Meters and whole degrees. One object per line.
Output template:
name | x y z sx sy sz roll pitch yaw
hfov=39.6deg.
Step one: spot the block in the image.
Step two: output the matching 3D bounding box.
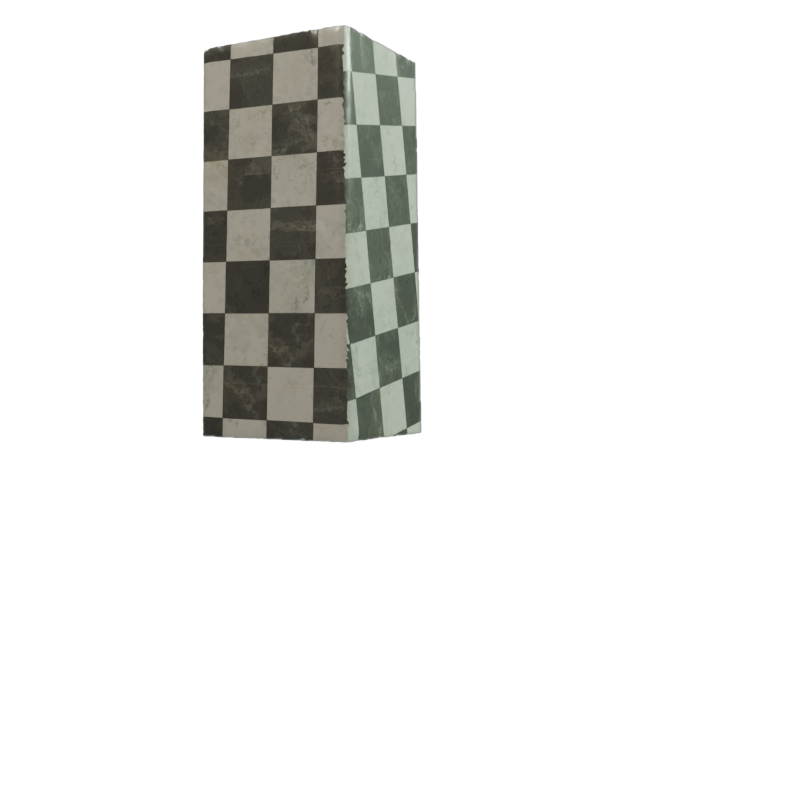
block | -0.048 -0.086 0.600 0.093 0.209 0.086 -3 -5 28
